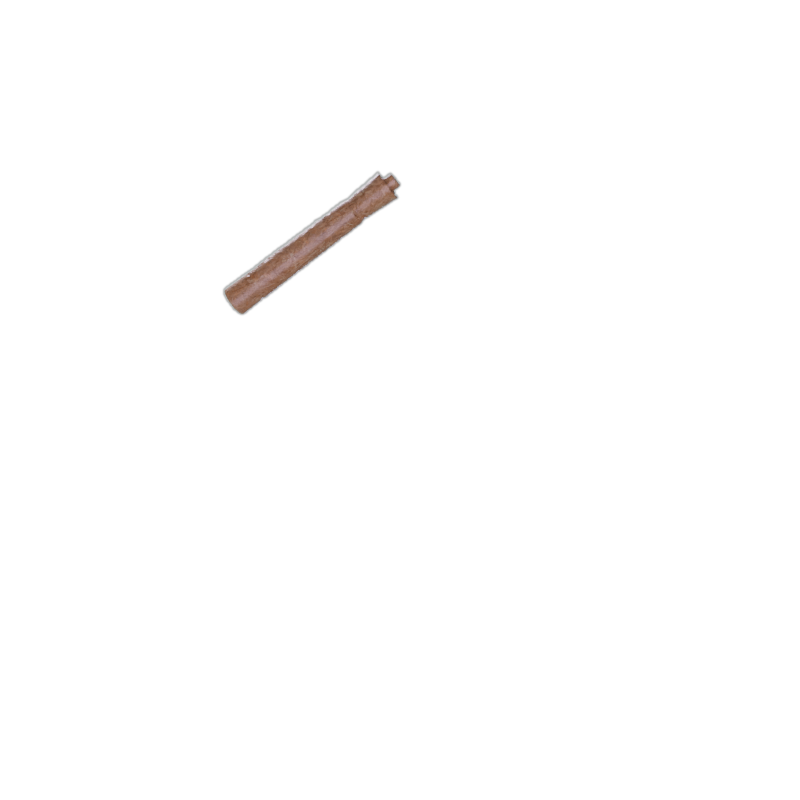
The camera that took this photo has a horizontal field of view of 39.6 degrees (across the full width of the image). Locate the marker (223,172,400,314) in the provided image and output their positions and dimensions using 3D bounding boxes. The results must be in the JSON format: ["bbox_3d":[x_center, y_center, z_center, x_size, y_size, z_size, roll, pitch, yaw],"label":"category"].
[{"bbox_3d":[-0.051,-0.093,0.649,0.120,0.020,0.020,-36,-2,9],"label":"marker"}]
